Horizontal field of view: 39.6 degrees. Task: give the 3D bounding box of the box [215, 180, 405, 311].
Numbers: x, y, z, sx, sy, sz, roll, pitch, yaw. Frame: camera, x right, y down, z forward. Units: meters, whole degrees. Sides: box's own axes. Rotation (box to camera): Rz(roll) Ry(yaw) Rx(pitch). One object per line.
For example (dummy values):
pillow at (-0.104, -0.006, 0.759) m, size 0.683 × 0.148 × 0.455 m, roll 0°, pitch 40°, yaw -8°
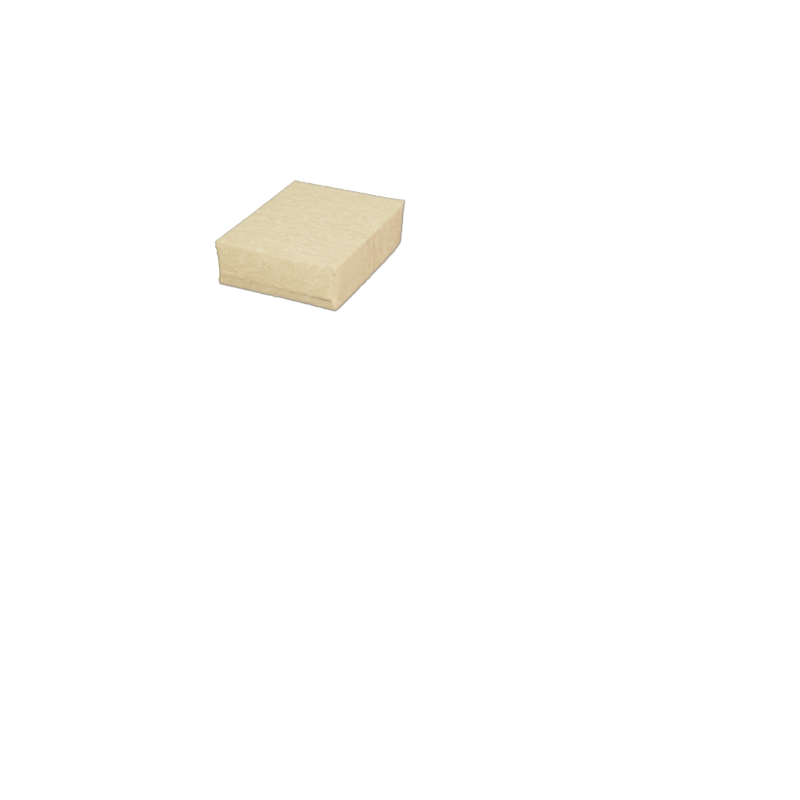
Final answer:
box at (-0.059, -0.108, 0.755) m, size 0.093 × 0.037 × 0.116 m, roll 14°, pitch 34°, yaw 21°
